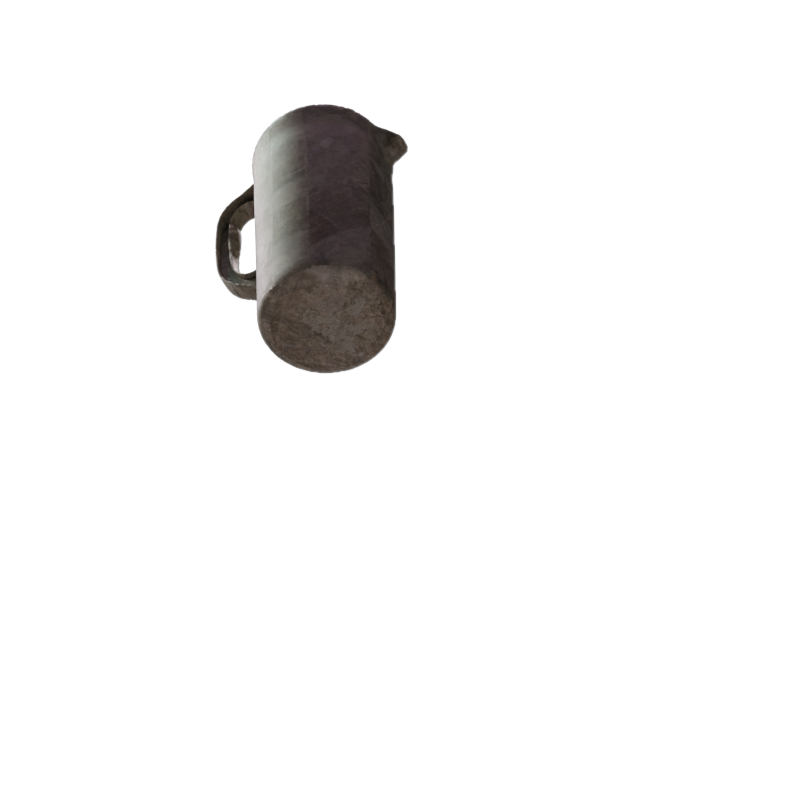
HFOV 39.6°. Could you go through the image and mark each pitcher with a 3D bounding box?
[{"bbox_3d":[-0.074,-0.135,0.948,0.141,0.143,0.260,16,37,-16],"label":"pitcher"}]
